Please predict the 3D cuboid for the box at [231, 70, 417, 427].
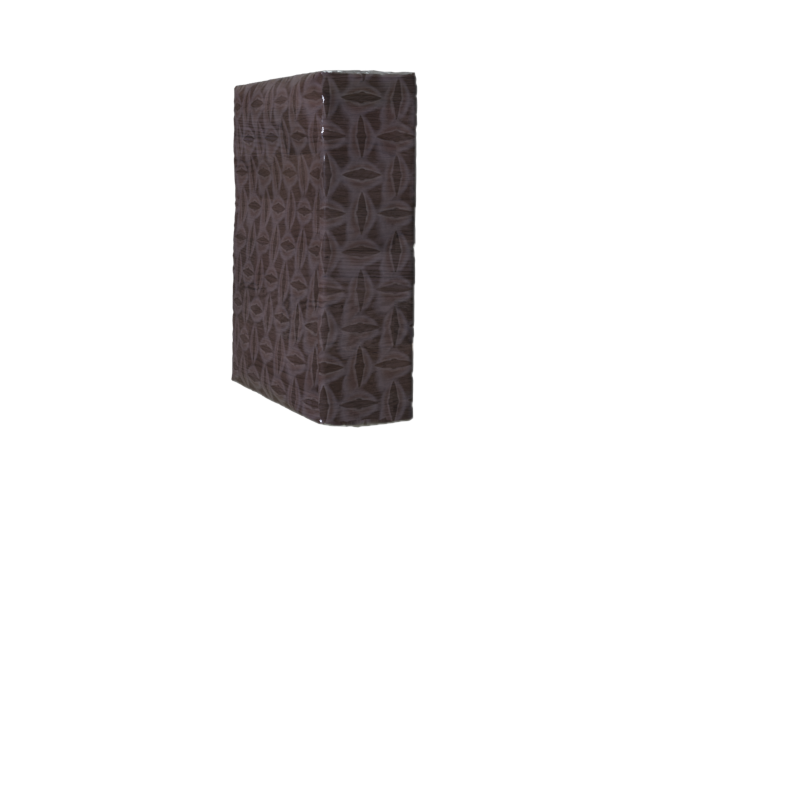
[{"bbox_3d":[-0.057,-0.104,0.728,0.070,0.211,0.171,-2,8,-26],"label":"box"}]
